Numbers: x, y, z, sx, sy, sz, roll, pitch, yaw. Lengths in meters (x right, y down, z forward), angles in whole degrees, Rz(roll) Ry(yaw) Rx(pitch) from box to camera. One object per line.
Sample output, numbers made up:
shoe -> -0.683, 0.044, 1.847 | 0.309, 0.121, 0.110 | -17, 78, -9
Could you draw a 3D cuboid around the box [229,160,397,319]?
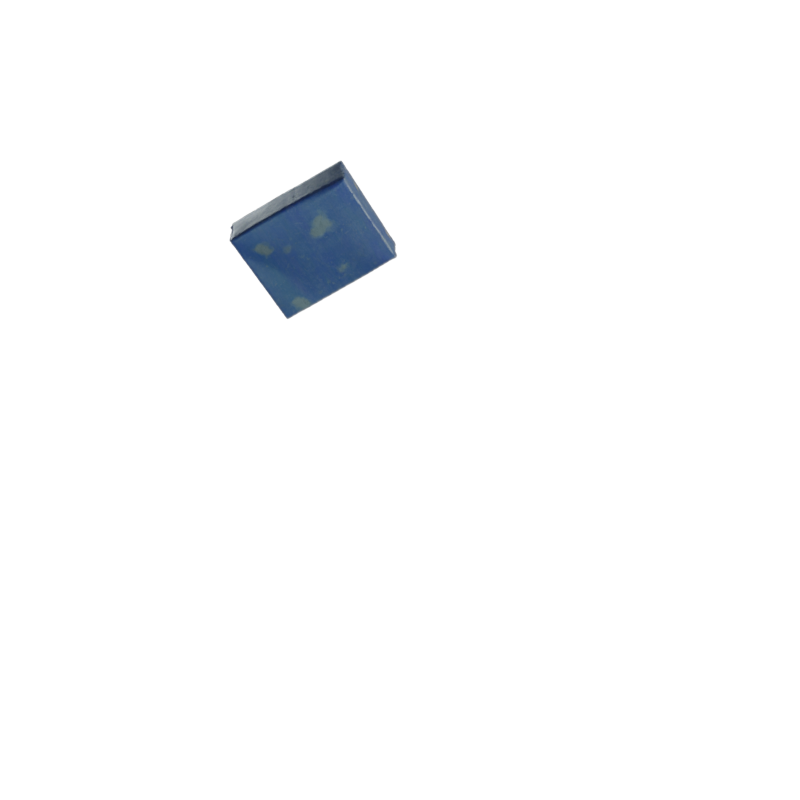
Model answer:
box -> -0.073, -0.133, 0.931 | 0.113, 0.085, 0.041 | -27, 26, 14
